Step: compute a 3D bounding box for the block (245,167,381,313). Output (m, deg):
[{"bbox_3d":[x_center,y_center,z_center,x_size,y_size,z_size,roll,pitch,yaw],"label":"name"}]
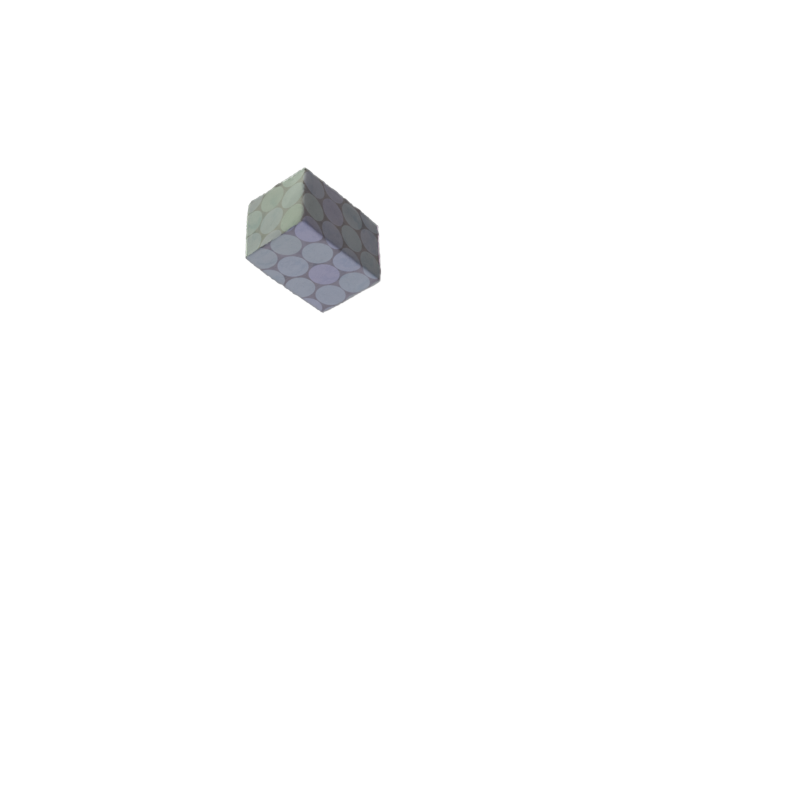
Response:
[{"bbox_3d":[-0.057,-0.104,0.728,0.053,0.055,0.073,-29,-46,30],"label":"block"}]
